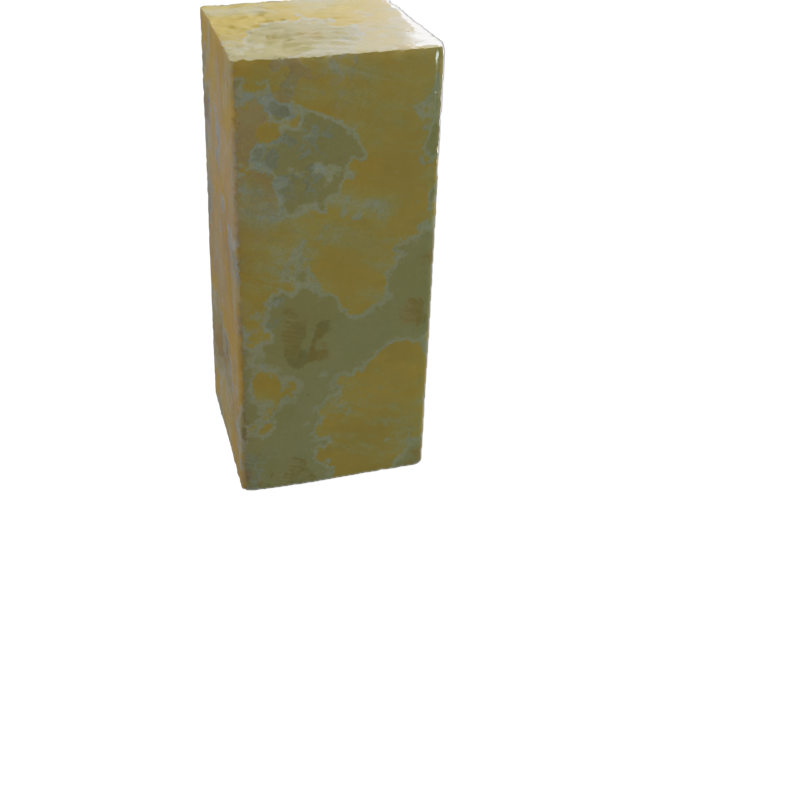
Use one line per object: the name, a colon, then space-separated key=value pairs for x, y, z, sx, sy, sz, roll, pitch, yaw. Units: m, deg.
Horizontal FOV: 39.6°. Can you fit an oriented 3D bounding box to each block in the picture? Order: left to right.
block: x=-0.040 y=-0.073 z=0.515 sx=0.089 sy=0.195 sz=0.097 roll=-6 pitch=29 yaw=-15
